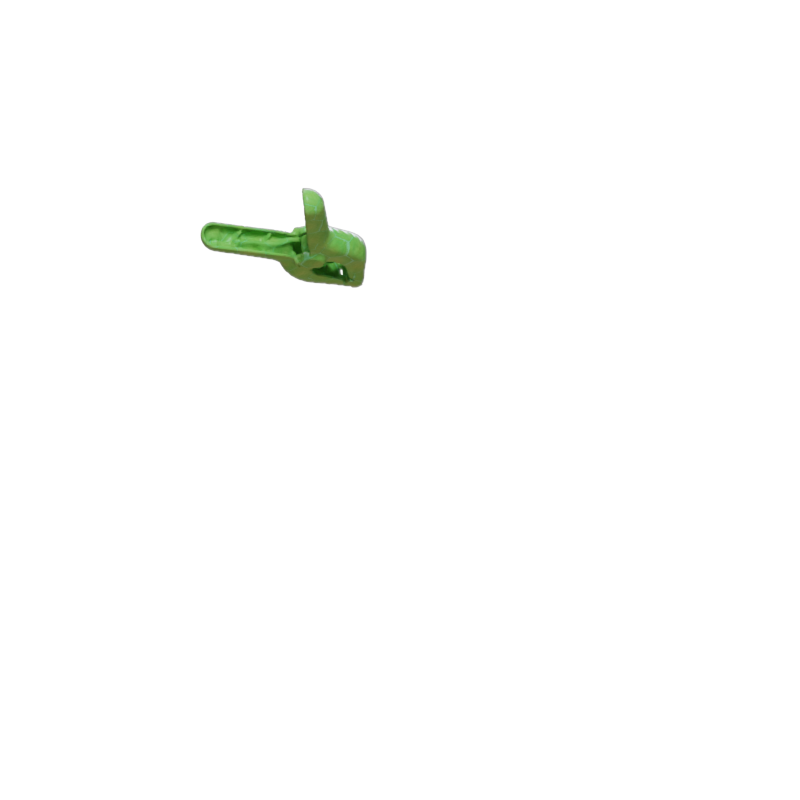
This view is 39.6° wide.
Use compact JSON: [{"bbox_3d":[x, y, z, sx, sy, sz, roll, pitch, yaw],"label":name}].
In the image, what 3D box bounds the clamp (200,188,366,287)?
[{"bbox_3d":[-0.076,-0.139,0.976,0.123,0.041,0.162,-11,-16,40],"label":"clamp"}]
